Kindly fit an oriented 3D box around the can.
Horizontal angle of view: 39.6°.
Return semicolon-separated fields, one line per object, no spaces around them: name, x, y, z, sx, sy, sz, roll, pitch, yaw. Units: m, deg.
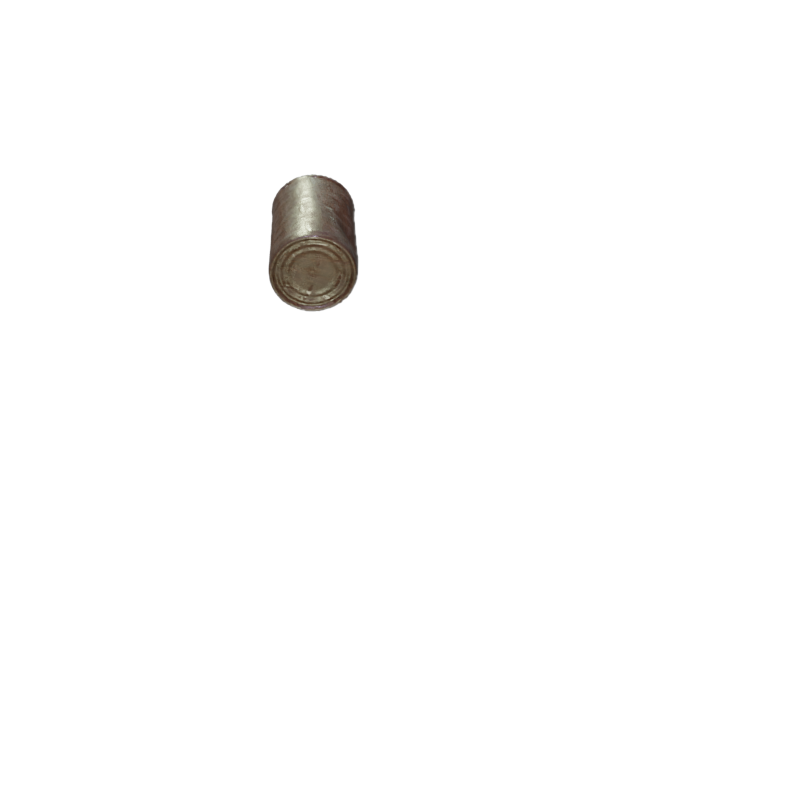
can;-0.067;-0.123;0.861;0.068;0.064;0.109;-1;34;-3
